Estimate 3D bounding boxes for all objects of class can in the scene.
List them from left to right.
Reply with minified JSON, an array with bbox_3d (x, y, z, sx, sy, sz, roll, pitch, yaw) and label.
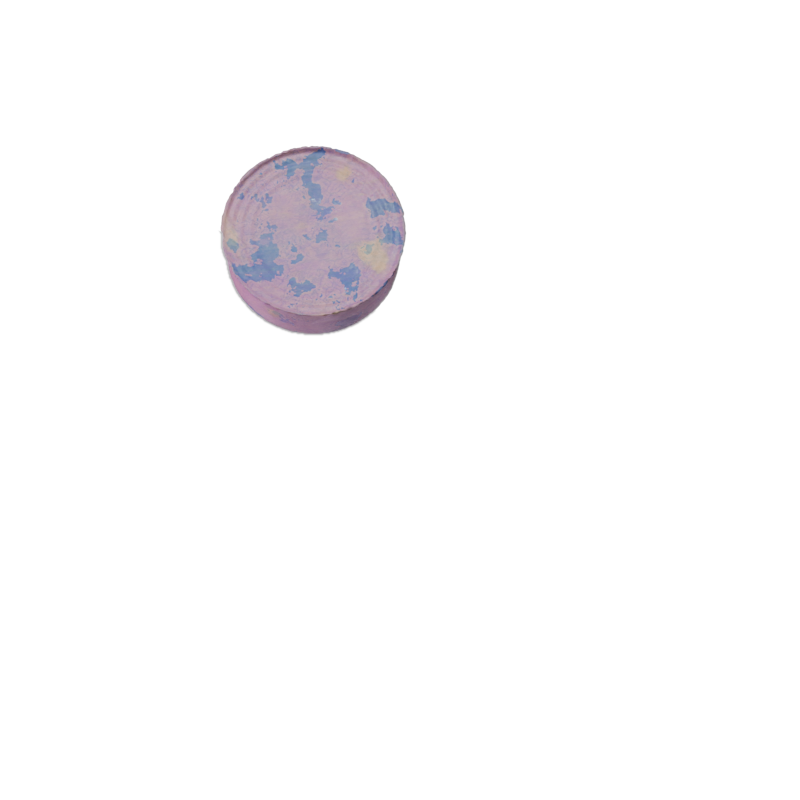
[{"bbox_3d":[-0.041,-0.075,0.528,0.086,0.090,0.032,-1,-21,-1],"label":"can"}]
